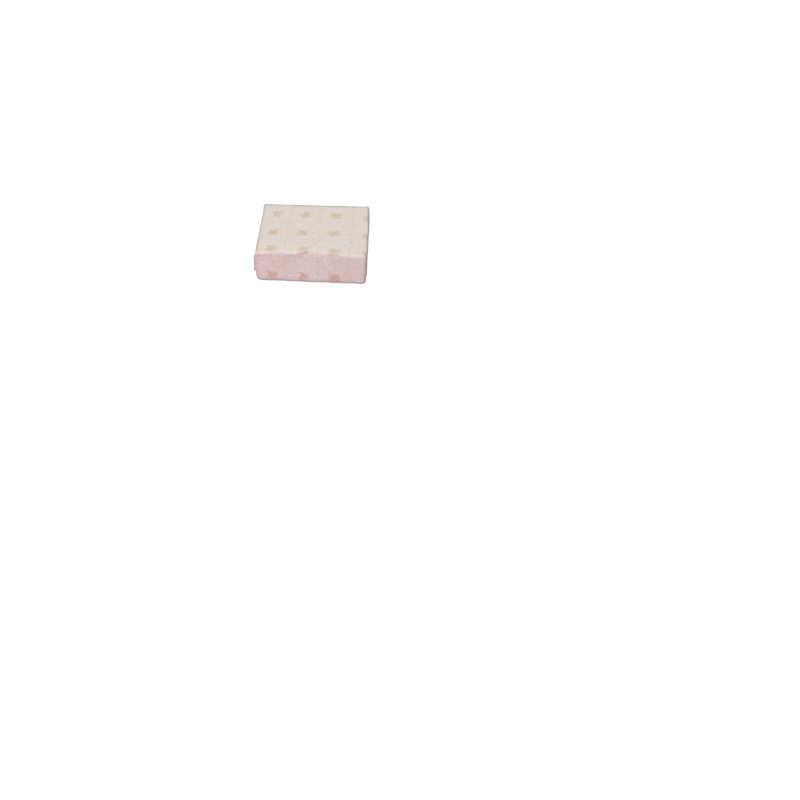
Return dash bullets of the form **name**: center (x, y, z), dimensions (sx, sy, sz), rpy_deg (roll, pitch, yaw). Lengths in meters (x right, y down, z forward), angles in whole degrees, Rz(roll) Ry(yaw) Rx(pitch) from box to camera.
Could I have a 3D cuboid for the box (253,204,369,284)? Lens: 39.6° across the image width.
- **box**: center (-0.070, -0.128, 0.893), dimensions (0.090, 0.028, 0.078), rpy_deg (2, 39, 2)
